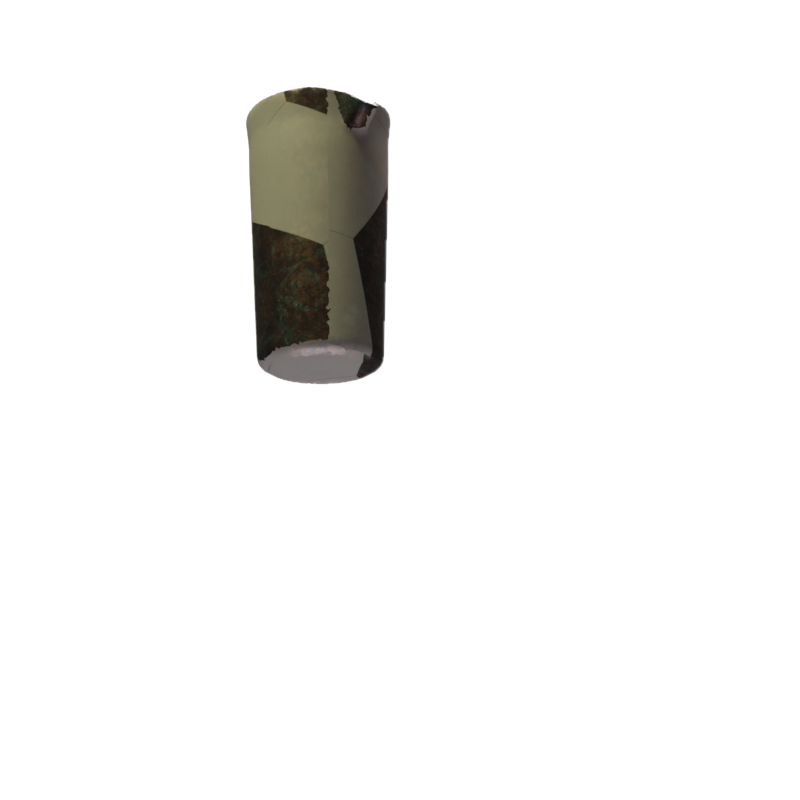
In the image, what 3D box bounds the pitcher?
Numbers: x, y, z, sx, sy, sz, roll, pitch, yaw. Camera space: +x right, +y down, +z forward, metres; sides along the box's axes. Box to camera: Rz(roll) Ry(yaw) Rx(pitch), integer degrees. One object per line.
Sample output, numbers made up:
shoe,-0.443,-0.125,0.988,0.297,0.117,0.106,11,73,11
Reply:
pitcher,-0.077,-0.141,0.987,0.146,0.255,0.141,-4,-20,8
